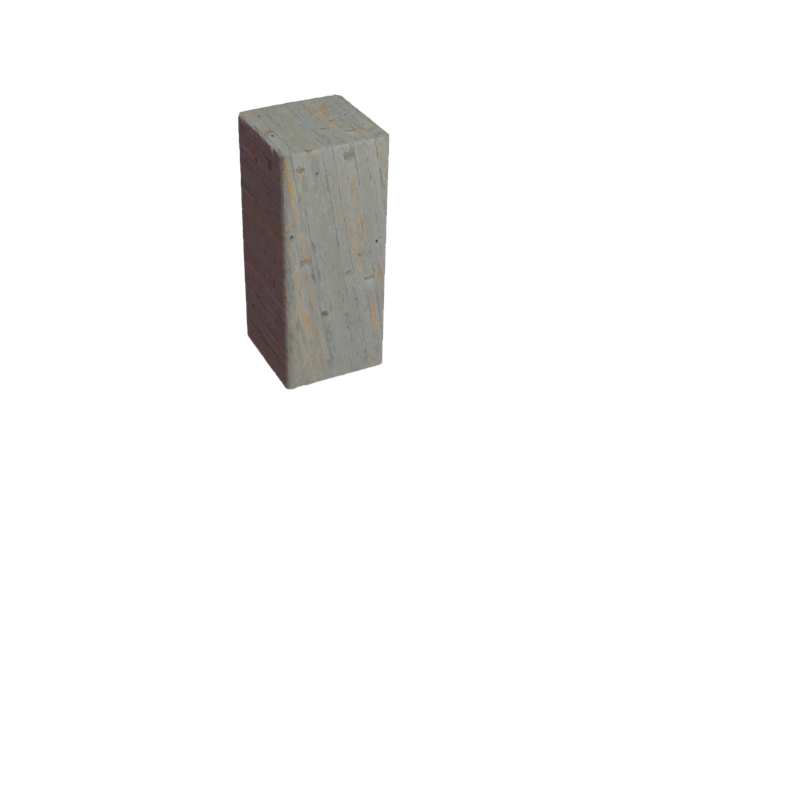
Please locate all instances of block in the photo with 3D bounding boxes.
[{"bbox_3d":[-0.070,-0.126,0.881,0.089,0.193,0.098,-14,36,-23],"label":"block"}]
